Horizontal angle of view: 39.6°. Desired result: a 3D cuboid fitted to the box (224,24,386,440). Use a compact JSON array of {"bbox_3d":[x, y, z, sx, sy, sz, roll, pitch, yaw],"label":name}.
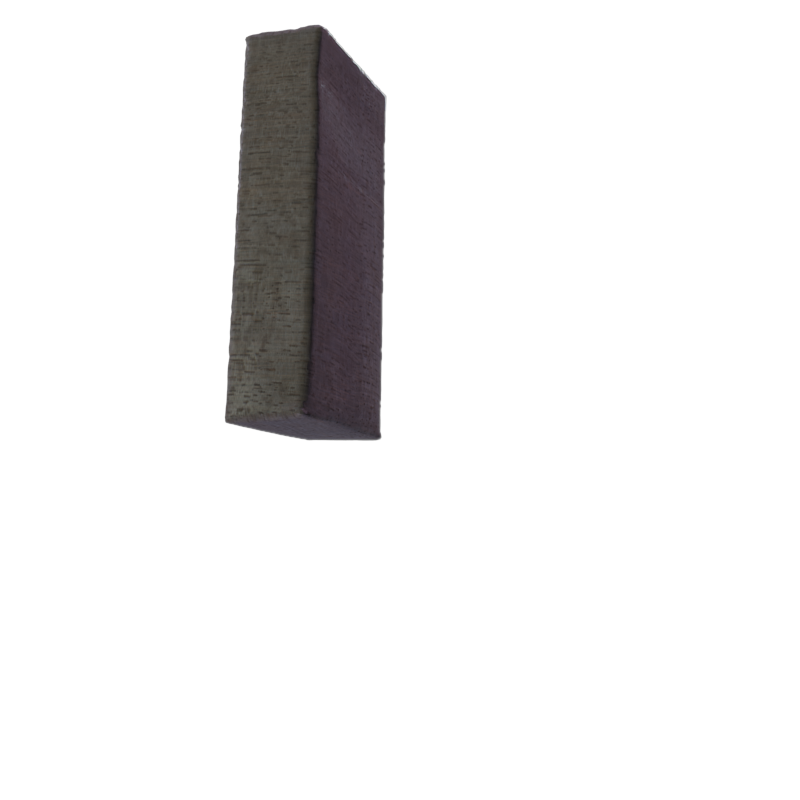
[{"bbox_3d":[-0.041,-0.074,0.516,0.049,0.183,0.088,-6,-15,19],"label":"box"}]
